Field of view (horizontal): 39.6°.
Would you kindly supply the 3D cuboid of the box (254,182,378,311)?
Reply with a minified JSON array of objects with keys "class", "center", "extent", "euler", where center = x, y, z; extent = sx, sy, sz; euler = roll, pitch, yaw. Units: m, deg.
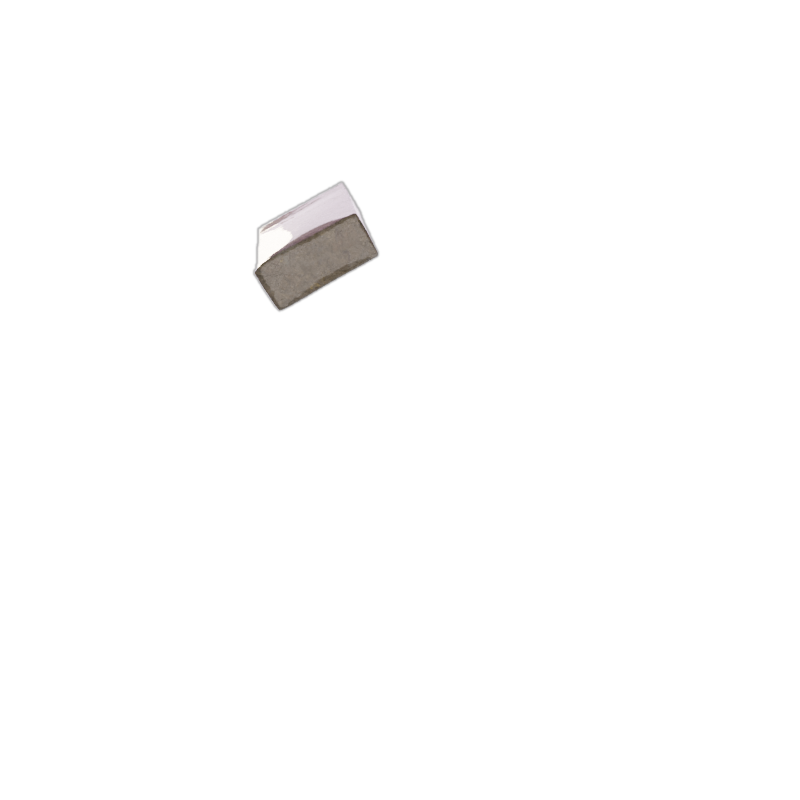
[{"class":"box","center":[-0.073,-0.134,0.939],"extent":[0.093,0.046,0.182],"euler":[-28,17,4]}]
